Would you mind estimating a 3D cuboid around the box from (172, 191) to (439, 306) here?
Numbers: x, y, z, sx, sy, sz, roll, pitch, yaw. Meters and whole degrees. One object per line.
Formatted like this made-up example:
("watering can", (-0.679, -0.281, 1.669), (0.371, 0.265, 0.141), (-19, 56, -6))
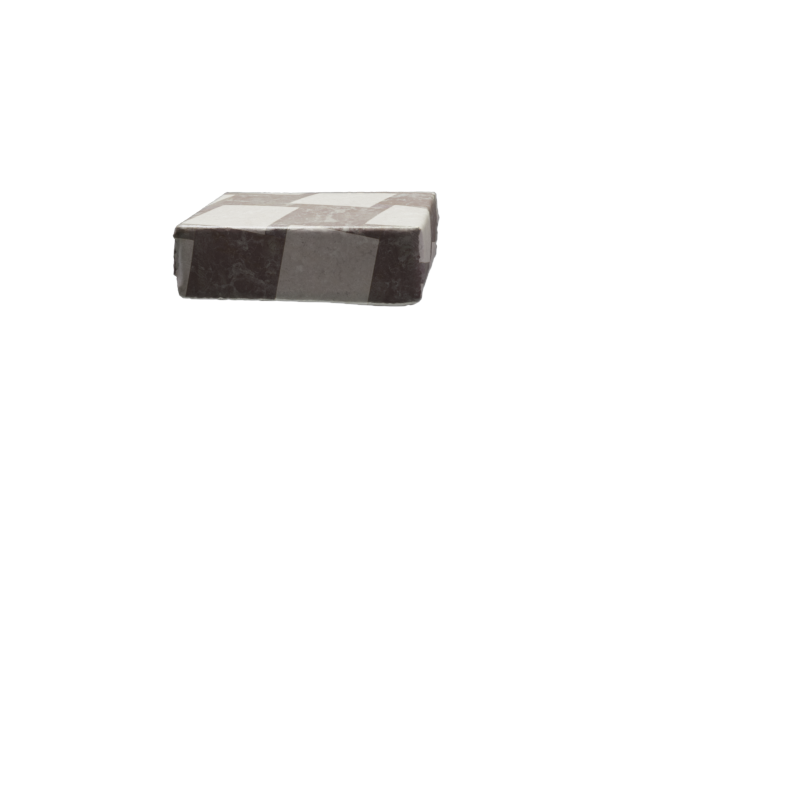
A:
("box", (-0.041, -0.075, 0.526), (0.115, 0.037, 0.092), (3, 20, 8))
